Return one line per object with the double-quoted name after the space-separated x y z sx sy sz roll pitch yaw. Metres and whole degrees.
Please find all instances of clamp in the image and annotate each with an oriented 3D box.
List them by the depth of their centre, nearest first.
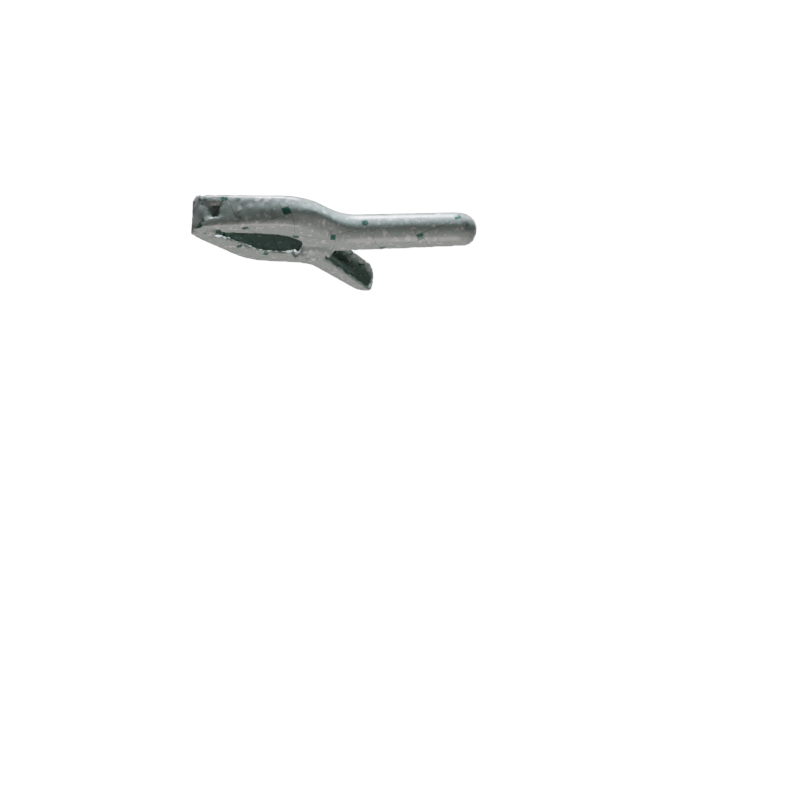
-0.069 -0.125 0.879 0.203 0.038 0.164 5 -13 -23 "clamp"
